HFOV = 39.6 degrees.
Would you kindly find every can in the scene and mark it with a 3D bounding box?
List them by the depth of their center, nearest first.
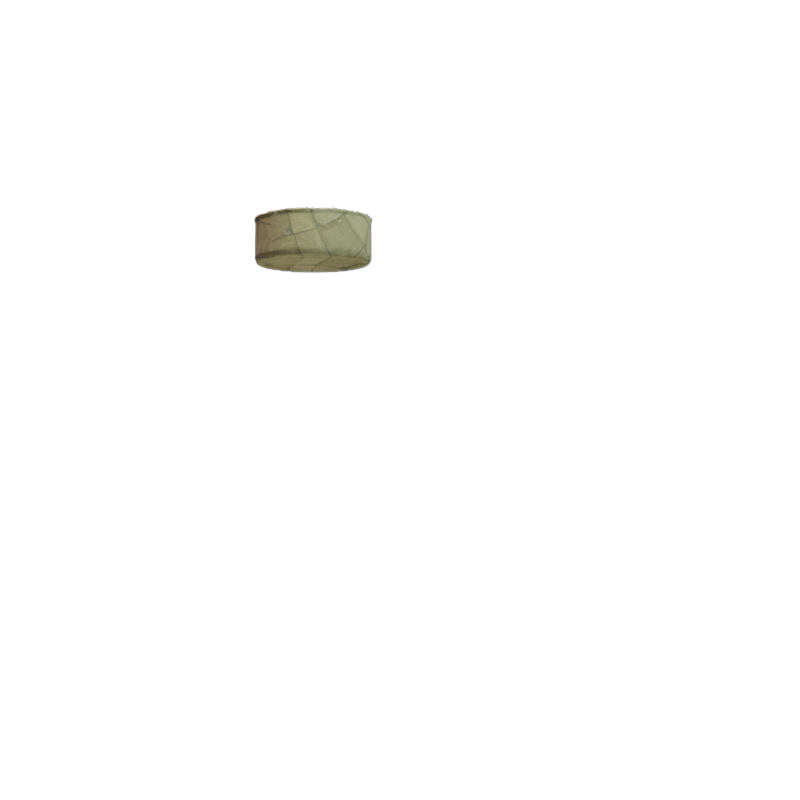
[{"bbox_3d":[-0.063,-0.115,0.802,0.086,0.034,0.085,0,-3,-2],"label":"can"}]
